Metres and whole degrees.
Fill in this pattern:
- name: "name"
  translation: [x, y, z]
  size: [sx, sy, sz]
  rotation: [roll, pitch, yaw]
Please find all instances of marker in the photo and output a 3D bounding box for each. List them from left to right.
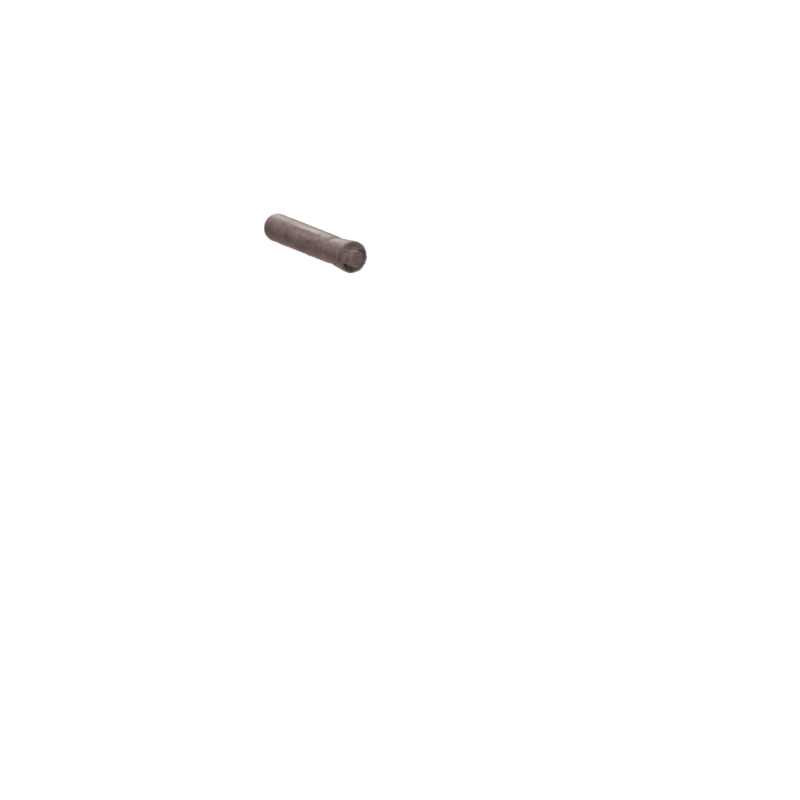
- name: "marker"
  translation: [-0.053, -0.097, 0.681]
  size: [0.019, 0.019, 0.128]
  rotation: [-2, 17, -27]
